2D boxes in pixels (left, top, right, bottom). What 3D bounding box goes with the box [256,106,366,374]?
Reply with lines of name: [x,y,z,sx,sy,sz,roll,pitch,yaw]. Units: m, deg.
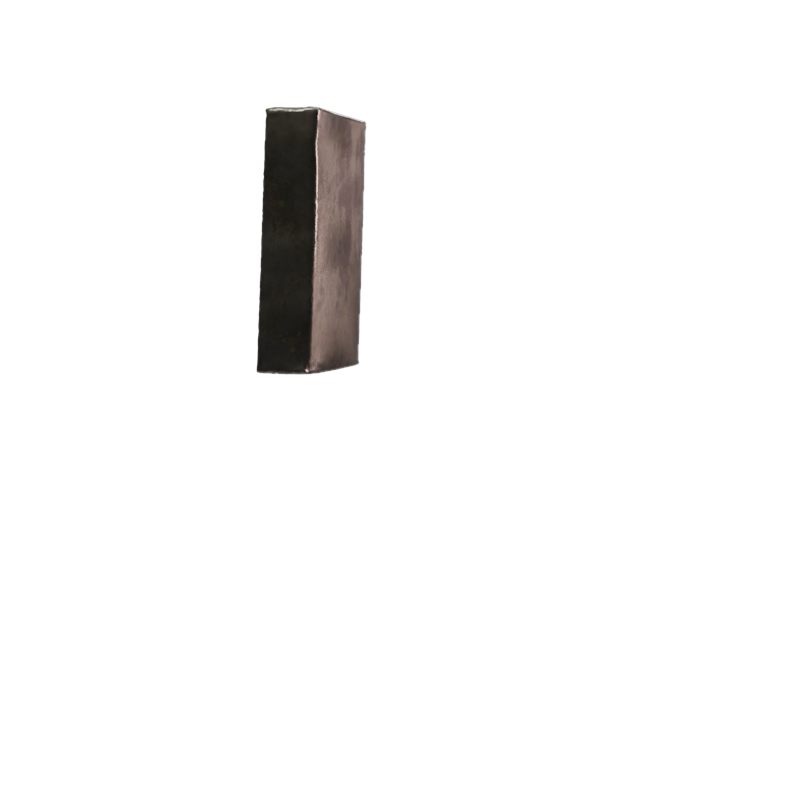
box: [-0.060,-0.109,0.763,0.049,0.177,0.091,0,0,20]
